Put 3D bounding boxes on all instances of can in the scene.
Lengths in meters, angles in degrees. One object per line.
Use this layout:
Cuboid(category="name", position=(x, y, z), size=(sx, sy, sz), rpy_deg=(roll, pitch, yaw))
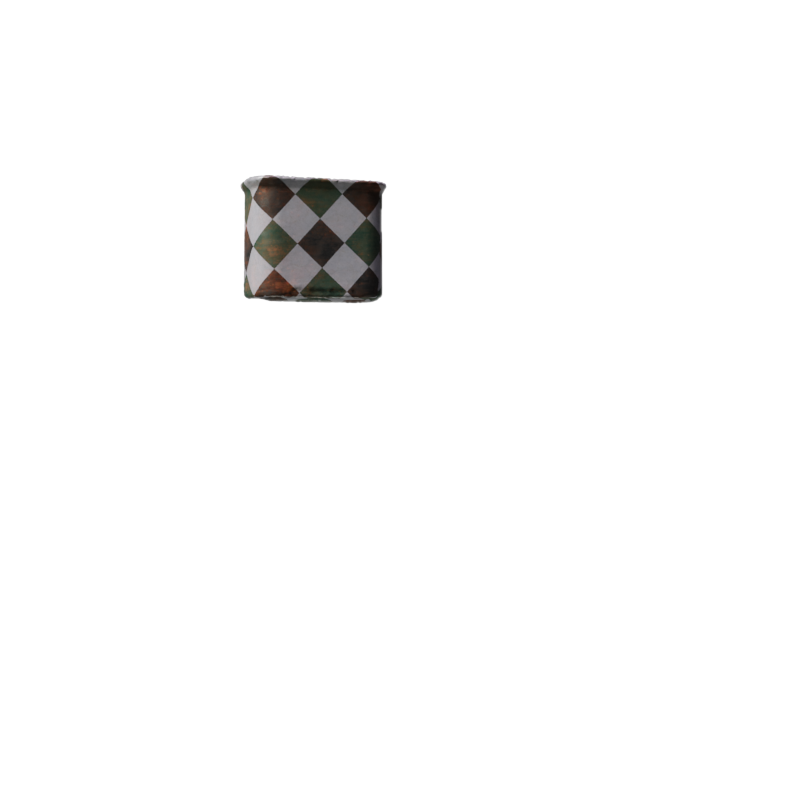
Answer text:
Cuboid(category="can", position=(-0.062, -0.113, 0.790), size=(0.100, 0.085, 0.058), rpy_deg=(0, -4, -18))
